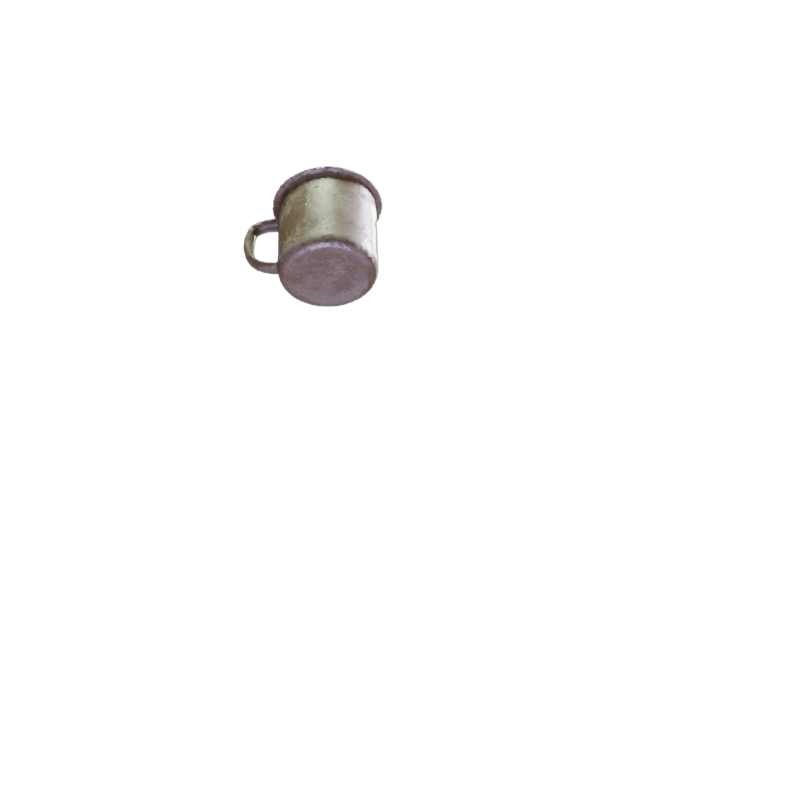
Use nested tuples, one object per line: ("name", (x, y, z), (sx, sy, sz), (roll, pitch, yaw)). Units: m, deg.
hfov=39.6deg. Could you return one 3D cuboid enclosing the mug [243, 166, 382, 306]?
("mug", (-0.072, -0.131, 0.917), (0.118, 0.087, 0.086), (-4, -40, 3))
